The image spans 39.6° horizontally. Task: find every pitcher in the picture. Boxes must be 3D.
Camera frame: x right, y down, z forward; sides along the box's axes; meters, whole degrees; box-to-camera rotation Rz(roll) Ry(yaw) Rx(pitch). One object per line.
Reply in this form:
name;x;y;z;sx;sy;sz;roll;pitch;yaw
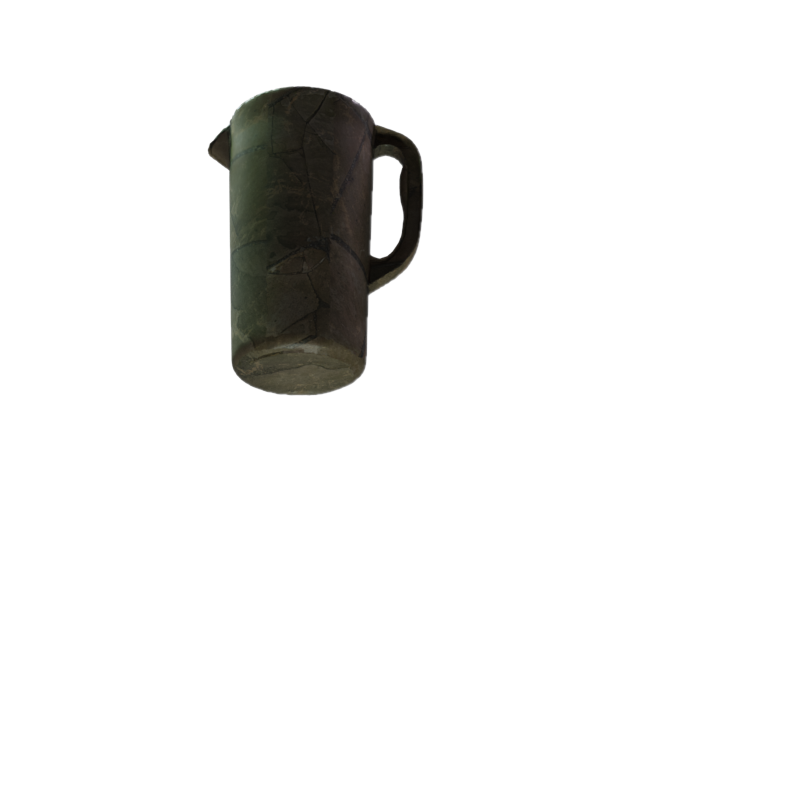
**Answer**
pitcher;-0.073;-0.134;0.935;0.150;0.258;0.136;-25;-35;38
